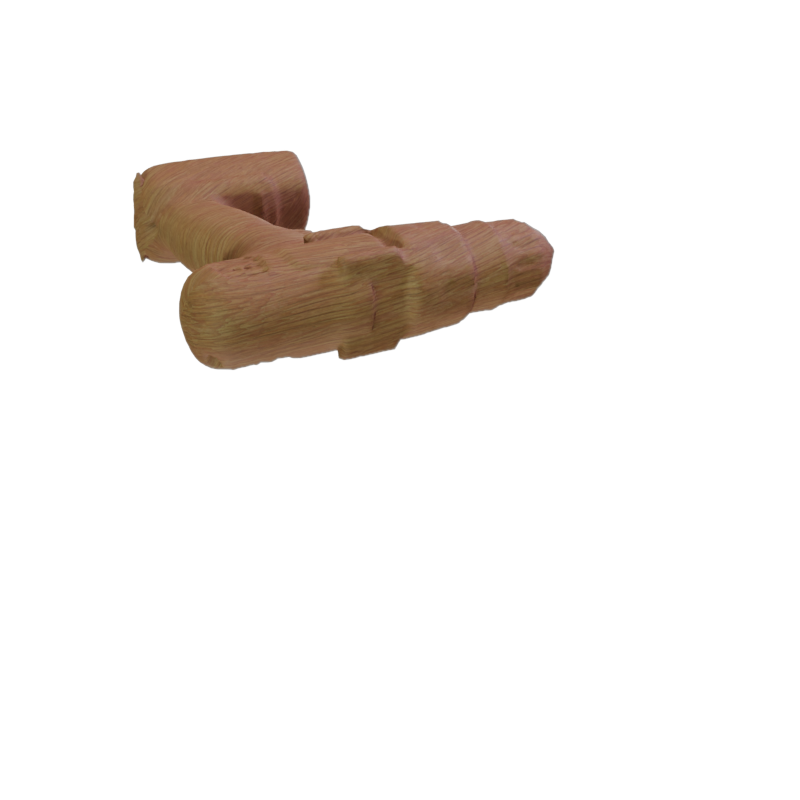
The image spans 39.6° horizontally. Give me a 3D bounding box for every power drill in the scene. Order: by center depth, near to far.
[{"bbox_3d":[-0.044,-0.080,0.559,0.181,0.055,0.200,-12,26,-26],"label":"power drill"}]
